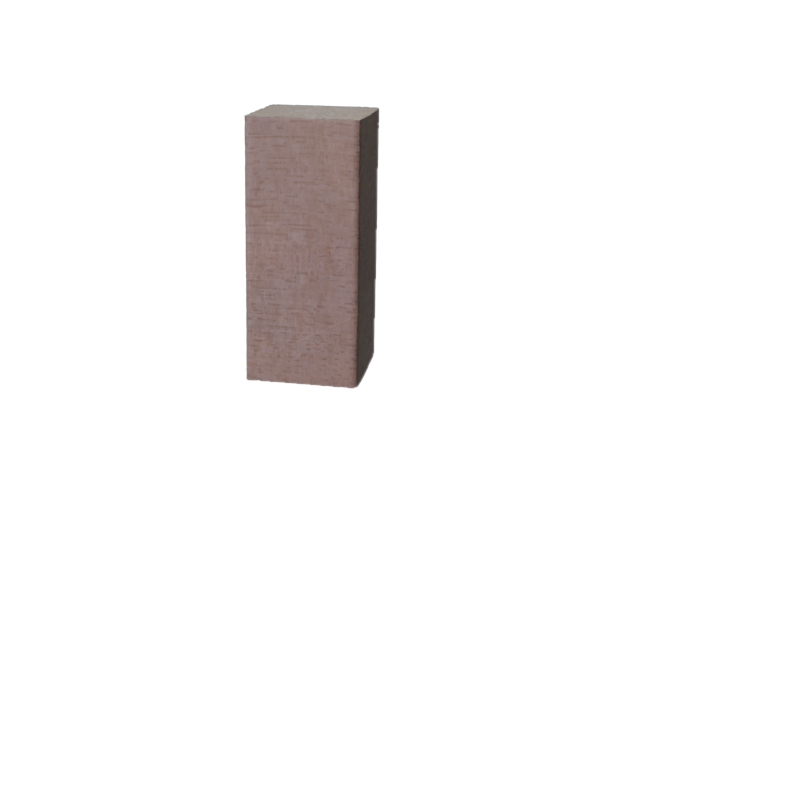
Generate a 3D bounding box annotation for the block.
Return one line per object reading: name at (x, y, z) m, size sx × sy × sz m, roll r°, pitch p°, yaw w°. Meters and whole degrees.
block at (-0.068, -0.125, 0.872) m, size 0.092 × 0.200 × 0.092 m, roll 3°, pitch 15°, yaw 10°
